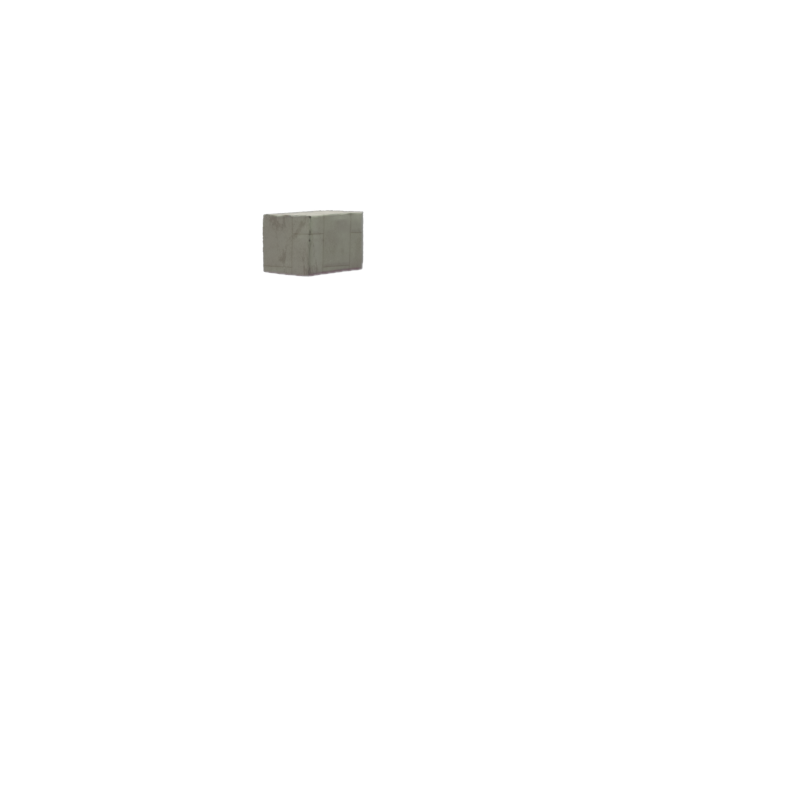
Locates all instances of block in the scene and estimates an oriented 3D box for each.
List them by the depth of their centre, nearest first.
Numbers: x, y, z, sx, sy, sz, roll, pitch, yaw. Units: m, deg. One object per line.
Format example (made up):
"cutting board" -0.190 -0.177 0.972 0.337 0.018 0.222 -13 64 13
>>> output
"block" -0.074 -0.136 0.950 0.055 0.050 0.076 6 12 35
